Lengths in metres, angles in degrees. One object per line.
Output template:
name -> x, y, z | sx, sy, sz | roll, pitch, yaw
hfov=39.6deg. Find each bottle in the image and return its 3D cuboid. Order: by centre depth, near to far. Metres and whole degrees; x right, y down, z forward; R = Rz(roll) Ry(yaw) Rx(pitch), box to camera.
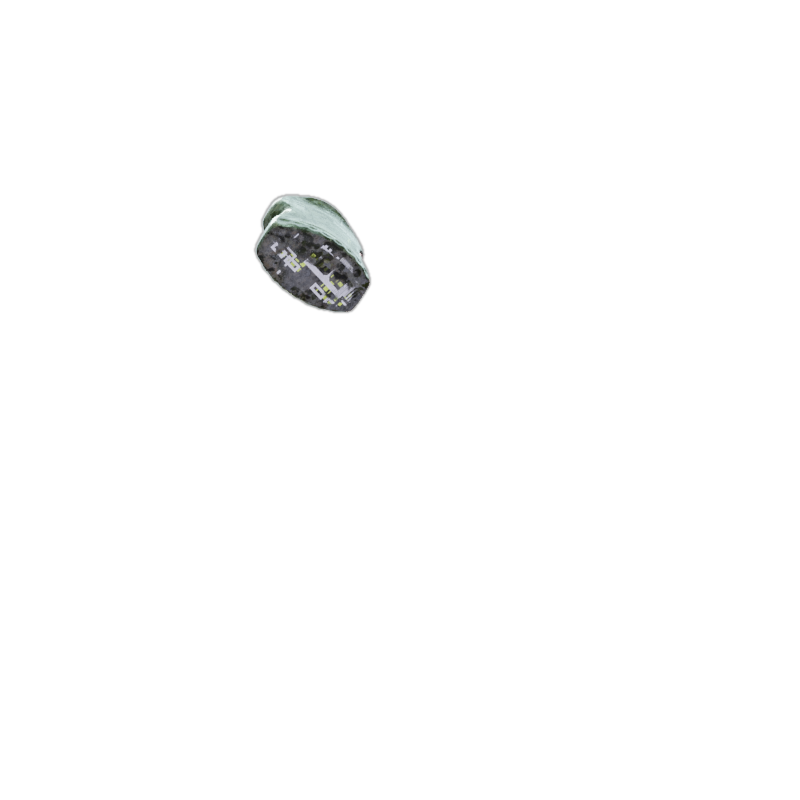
bottle -> -0.077, -0.140, 0.981 | 0.094, 0.057, 0.200 | 28, 16, -13
